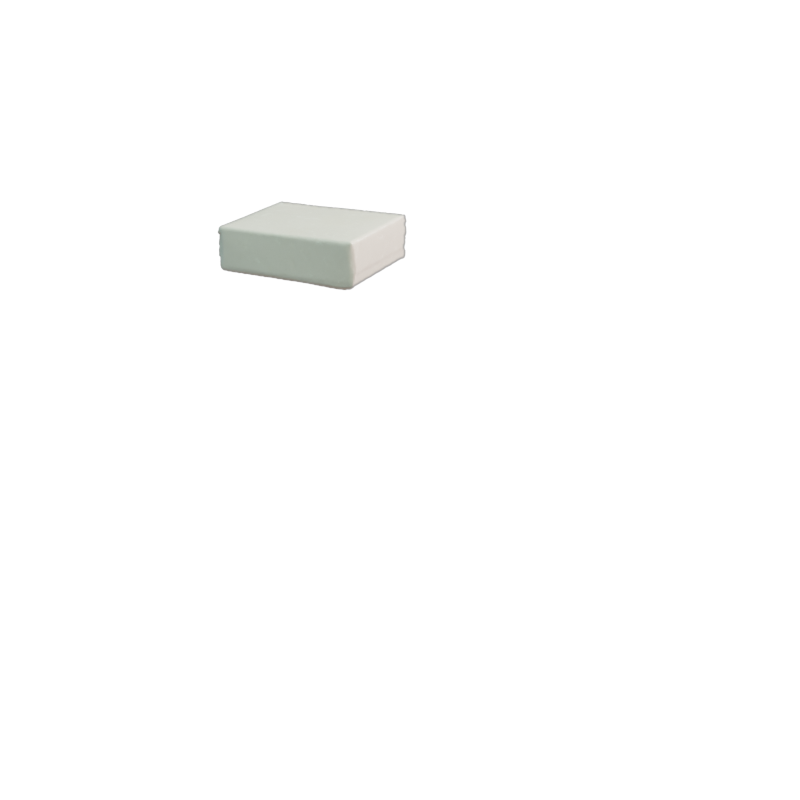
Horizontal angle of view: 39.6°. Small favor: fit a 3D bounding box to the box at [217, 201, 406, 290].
[{"bbox_3d":[-0.064,-0.117,0.821,0.118,0.037,0.090,12,26,25],"label":"box"}]
